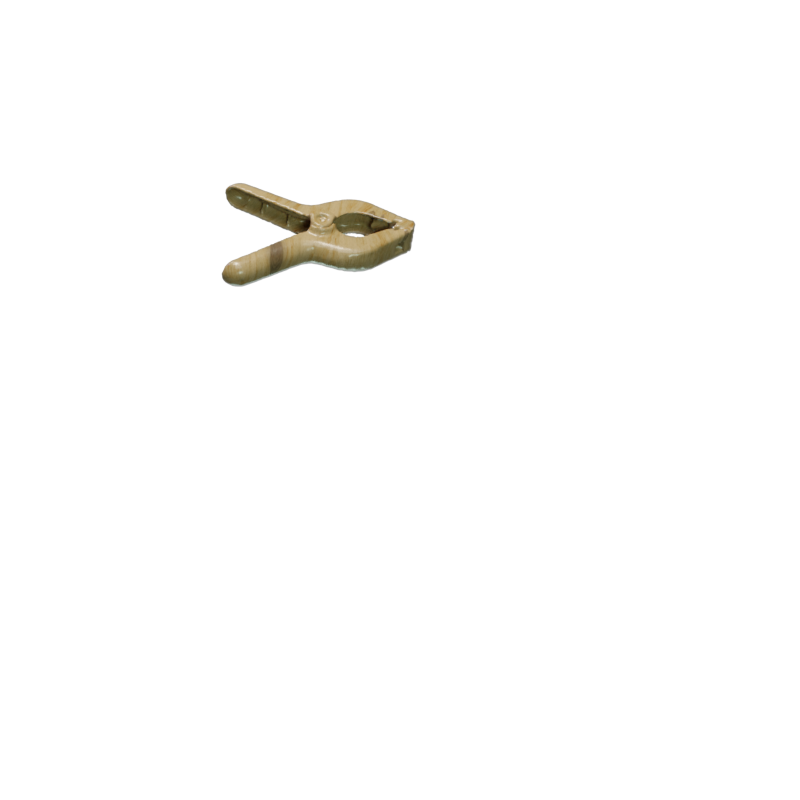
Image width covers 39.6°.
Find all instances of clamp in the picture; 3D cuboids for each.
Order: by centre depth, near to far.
[{"bbox_3d":[-0.075,-0.136,0.954,0.172,0.128,0.036,5,-39,4],"label":"clamp"}]
